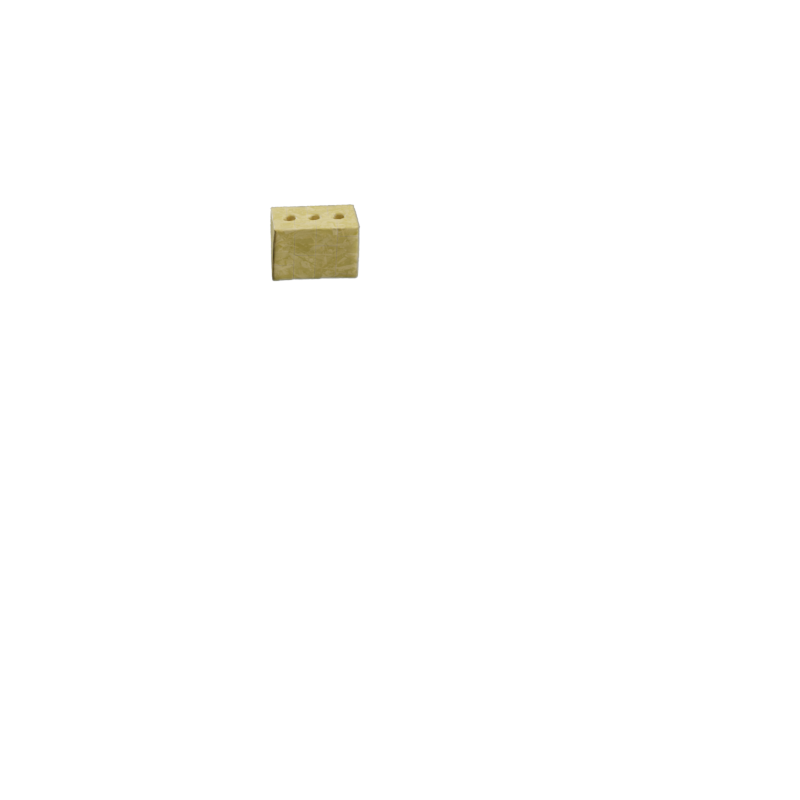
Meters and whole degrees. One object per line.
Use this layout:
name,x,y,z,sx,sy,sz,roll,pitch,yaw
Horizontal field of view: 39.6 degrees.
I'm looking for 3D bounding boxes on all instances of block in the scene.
block,-0.078,-0.142,0.995,0.077,0.048,0.056,-3,31,-6
